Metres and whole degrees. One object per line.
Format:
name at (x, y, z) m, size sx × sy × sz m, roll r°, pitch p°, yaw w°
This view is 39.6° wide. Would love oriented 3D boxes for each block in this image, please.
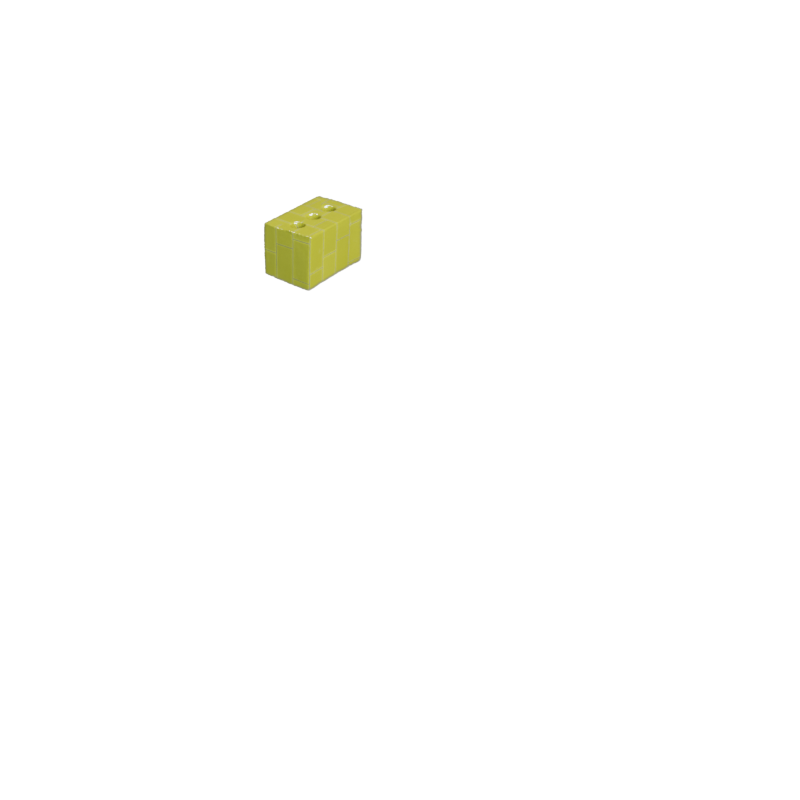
block at (-0.077, -0.140, 0.981) m, size 0.056 × 0.048 × 0.078 m, roll 20°, pitch 36°, yaw 29°
